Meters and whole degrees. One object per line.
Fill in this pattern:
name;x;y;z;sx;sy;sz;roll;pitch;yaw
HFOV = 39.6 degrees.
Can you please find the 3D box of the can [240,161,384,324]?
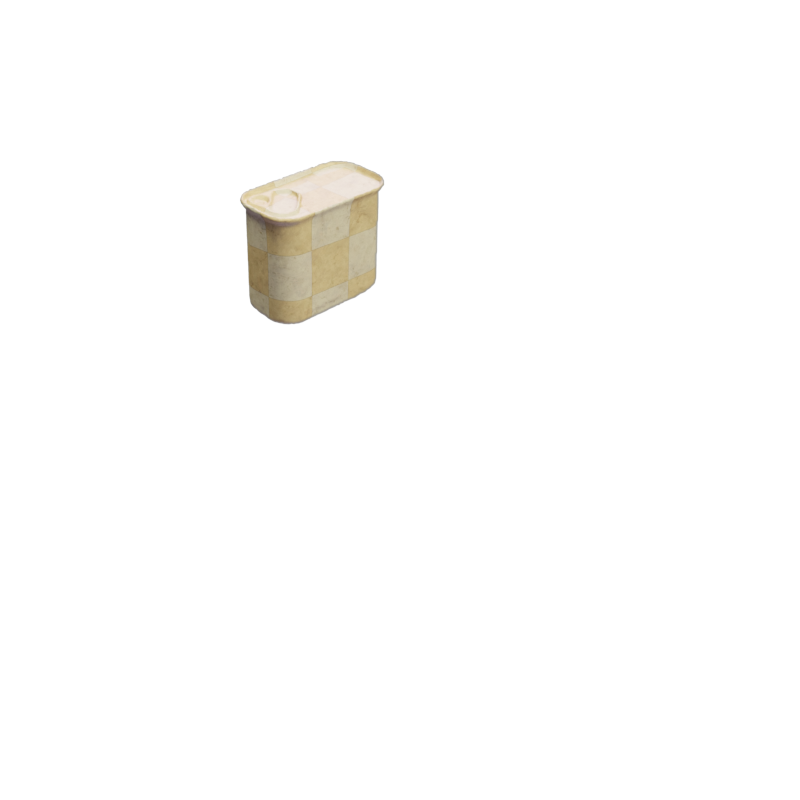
can;-0.061;-0.111;0.781;0.101;0.079;0.061;-27;41;-37
